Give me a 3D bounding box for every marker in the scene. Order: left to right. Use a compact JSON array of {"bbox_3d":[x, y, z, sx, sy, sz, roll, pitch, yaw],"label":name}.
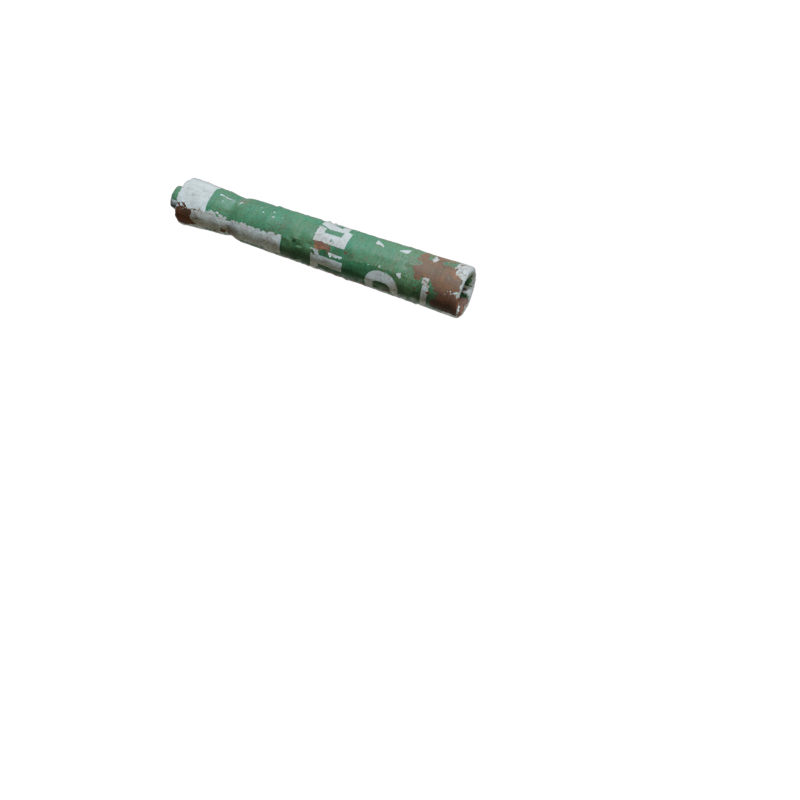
[{"bbox_3d":[-0.032,-0.058,0.405,0.126,0.019,0.019,21,11,22],"label":"marker"}]
